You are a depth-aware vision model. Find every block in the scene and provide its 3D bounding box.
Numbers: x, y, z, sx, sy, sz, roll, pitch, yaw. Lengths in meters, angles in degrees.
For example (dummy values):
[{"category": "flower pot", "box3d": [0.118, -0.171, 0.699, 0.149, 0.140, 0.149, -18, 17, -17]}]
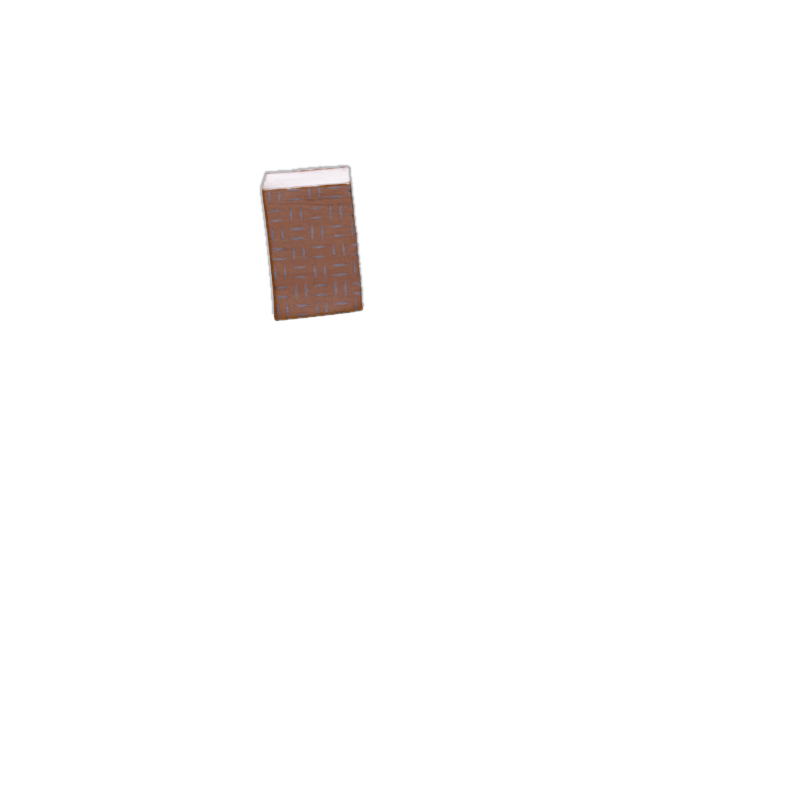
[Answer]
[{"category": "block", "box3d": [-0.050, -0.092, 0.645, 0.053, 0.075, 0.053, -4, 16, -1]}]
